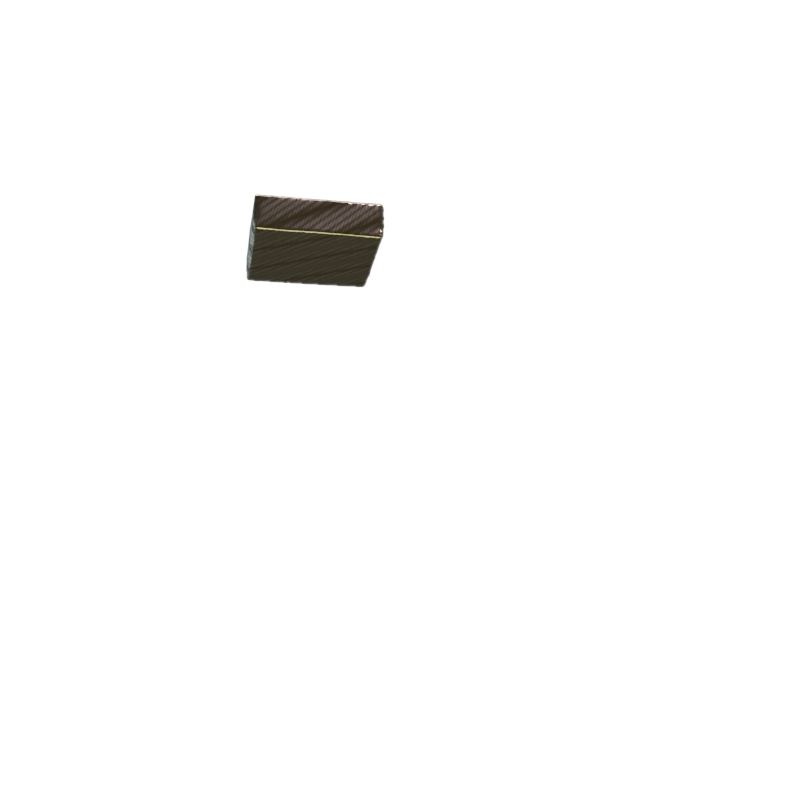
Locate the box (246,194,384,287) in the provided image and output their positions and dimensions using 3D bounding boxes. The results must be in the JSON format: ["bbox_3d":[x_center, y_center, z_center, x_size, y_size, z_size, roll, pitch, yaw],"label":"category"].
[{"bbox_3d":[-0.060,-0.110,0.771,0.088,0.032,0.070,3,-26,-7],"label":"box"}]
